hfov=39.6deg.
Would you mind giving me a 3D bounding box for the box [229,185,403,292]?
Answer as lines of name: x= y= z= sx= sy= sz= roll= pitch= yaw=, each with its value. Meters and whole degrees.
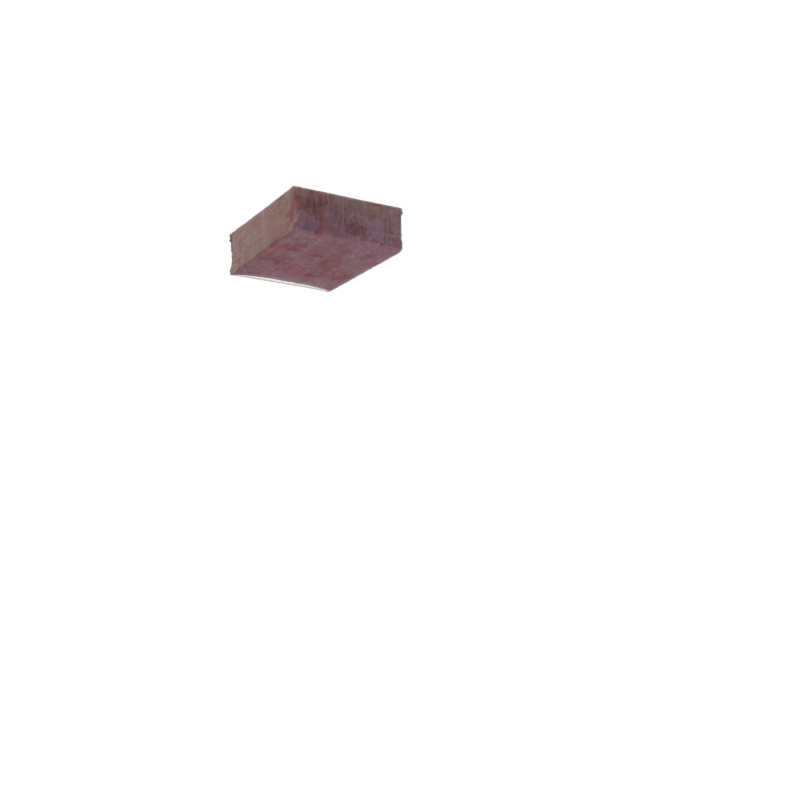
box: x=-0.064 y=-0.117 z=0.821 sx=0.086 sy=0.041 sz=0.113 roll=9 pitch=-18 yaw=-30
